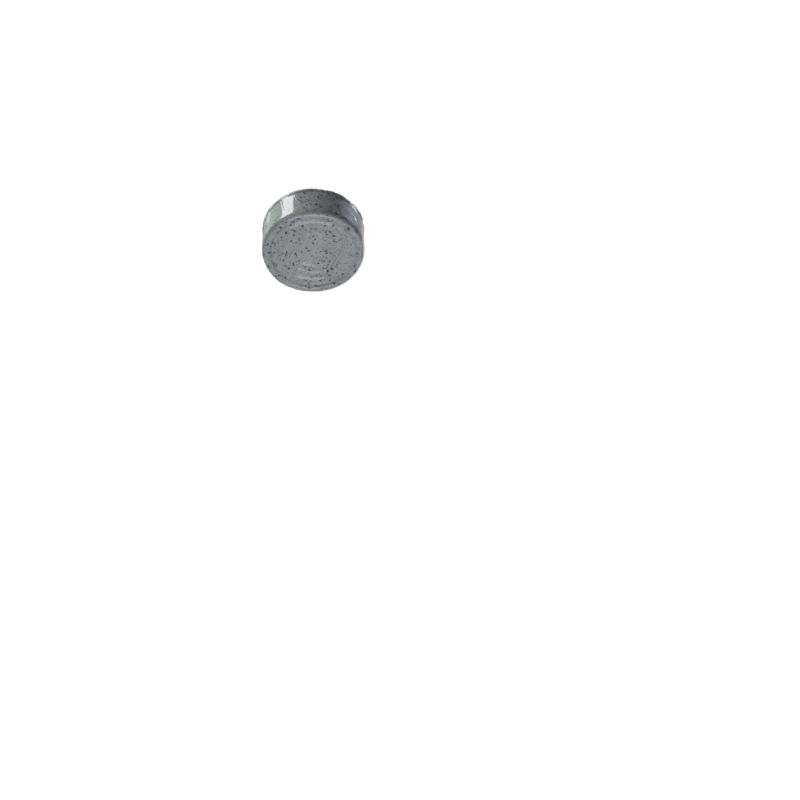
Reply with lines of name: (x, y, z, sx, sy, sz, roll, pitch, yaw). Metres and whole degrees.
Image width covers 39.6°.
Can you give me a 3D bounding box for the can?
can: (-0.072, -0.131, 0.918, 0.086, 0.080, 0.036, 1, 42, -1)
